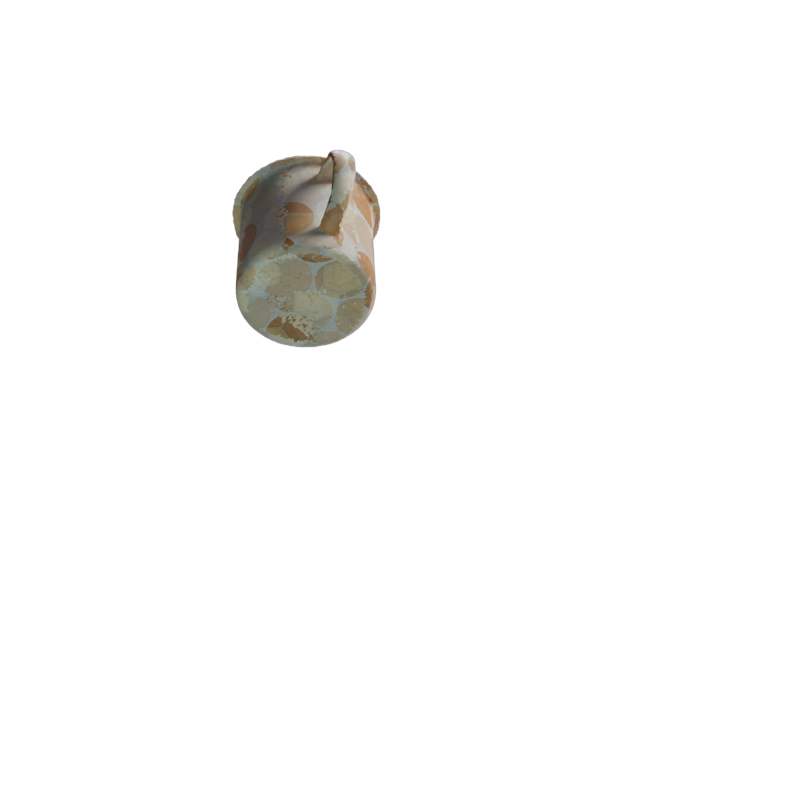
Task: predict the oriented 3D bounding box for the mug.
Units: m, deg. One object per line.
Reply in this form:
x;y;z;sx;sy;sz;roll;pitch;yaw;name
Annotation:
-0.052;-0.094;0.659;0.090;0.112;0.087;17;39;-17;mug
